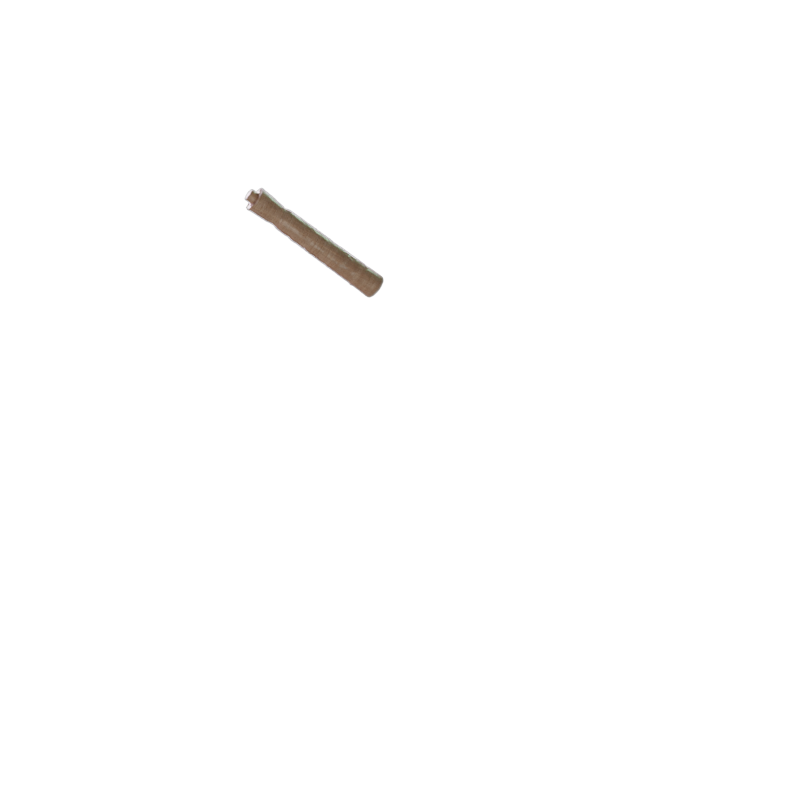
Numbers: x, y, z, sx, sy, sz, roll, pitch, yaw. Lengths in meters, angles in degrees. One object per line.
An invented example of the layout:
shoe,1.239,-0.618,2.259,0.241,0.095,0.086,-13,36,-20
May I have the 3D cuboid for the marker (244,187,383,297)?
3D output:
marker,-0.063,-0.115,0.804,0.116,0.020,0.020,35,-11,-19
